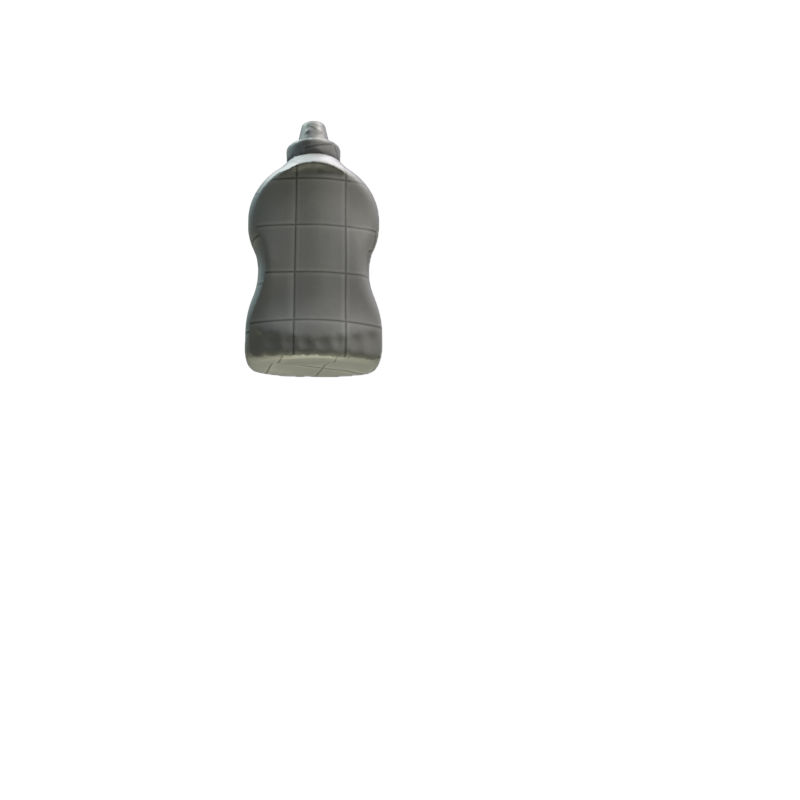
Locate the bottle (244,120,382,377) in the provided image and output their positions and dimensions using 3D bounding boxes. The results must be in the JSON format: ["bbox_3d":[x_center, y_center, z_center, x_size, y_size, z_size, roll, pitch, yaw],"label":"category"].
[{"bbox_3d":[-0.063,-0.115,0.809,0.096,0.201,0.056,-1,-20,-2],"label":"bottle"}]
